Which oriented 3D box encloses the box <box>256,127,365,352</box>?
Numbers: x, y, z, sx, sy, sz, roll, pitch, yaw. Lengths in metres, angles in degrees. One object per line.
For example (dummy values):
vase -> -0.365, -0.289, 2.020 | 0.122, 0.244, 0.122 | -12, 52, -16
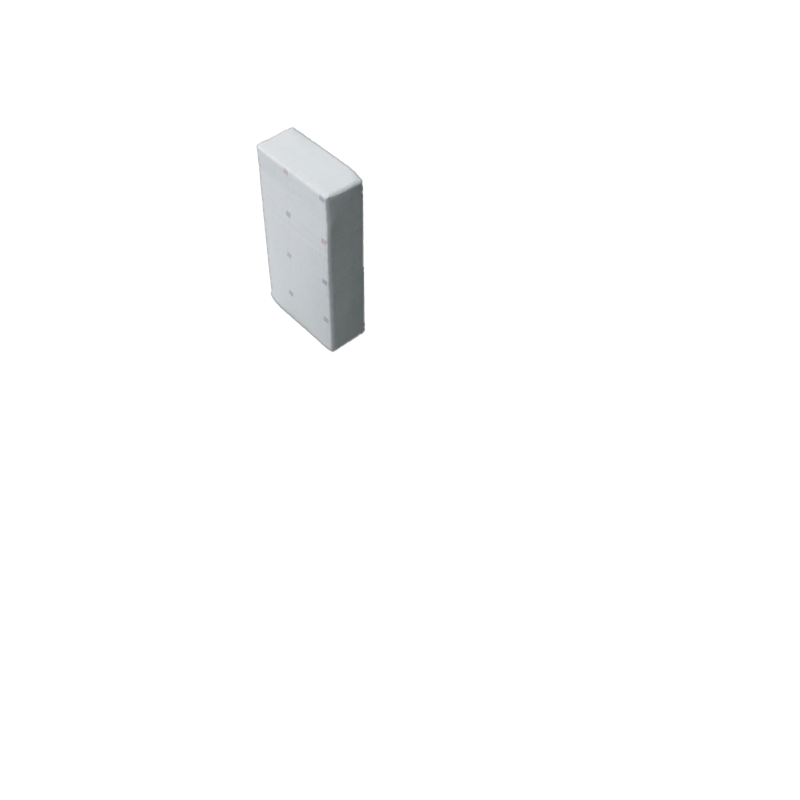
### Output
box -> -0.073, -0.134, 0.935 | 0.048, 0.164, 0.100 | -29, 53, -28
